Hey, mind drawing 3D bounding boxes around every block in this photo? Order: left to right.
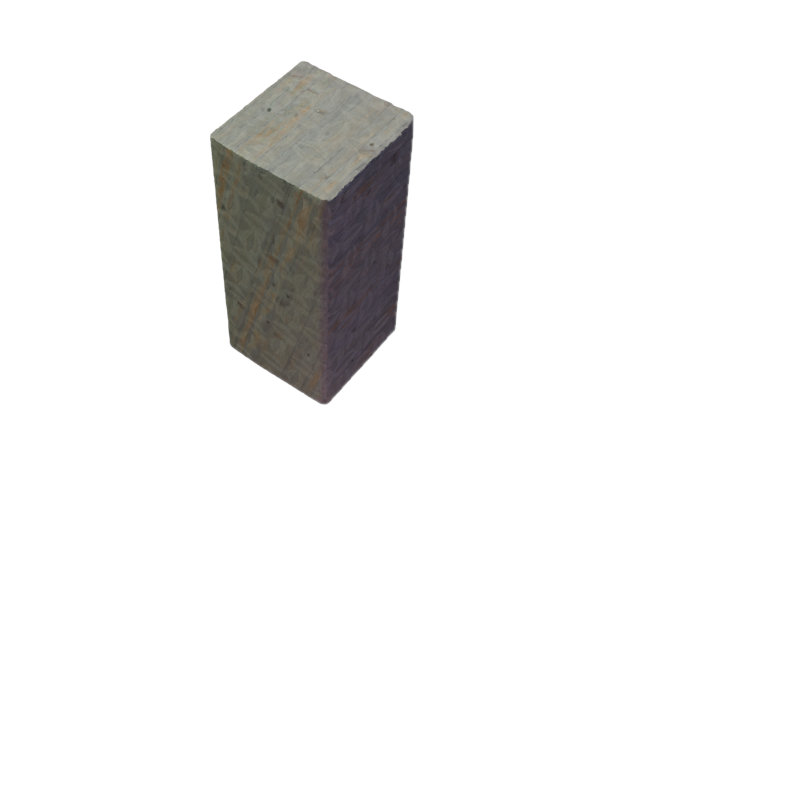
[{"bbox_3d":[-0.056,-0.103,0.725,0.095,0.093,0.192,32,-33,19],"label":"block"}]
